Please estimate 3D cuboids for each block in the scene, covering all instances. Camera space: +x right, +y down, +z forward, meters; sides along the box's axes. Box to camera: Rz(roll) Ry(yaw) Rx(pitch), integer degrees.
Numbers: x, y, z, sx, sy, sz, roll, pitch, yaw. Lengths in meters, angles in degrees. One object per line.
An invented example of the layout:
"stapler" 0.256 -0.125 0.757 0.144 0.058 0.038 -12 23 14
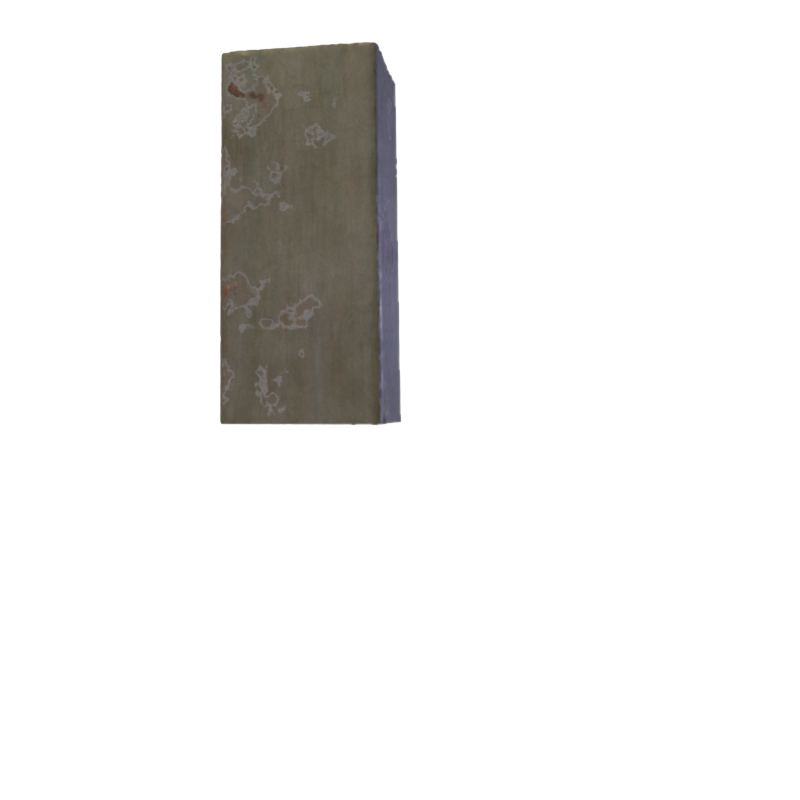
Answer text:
"block" -0.050 -0.091 0.638 0.092 0.210 0.087 -2 -7 9
